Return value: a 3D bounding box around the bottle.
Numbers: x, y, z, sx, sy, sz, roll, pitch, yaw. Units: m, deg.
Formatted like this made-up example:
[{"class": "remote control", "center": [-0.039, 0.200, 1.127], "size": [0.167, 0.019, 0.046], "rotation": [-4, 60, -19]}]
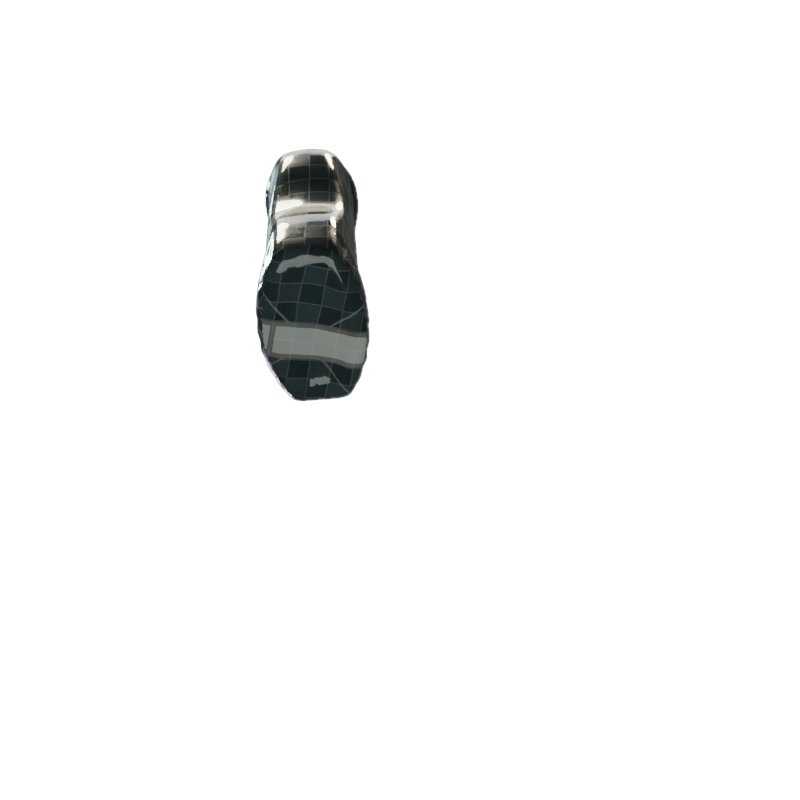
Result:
[{"class": "bottle", "center": [-0.051, -0.092, 0.646], "size": [0.058, 0.090, 0.204], "rotation": [-7, 34, 1]}]
